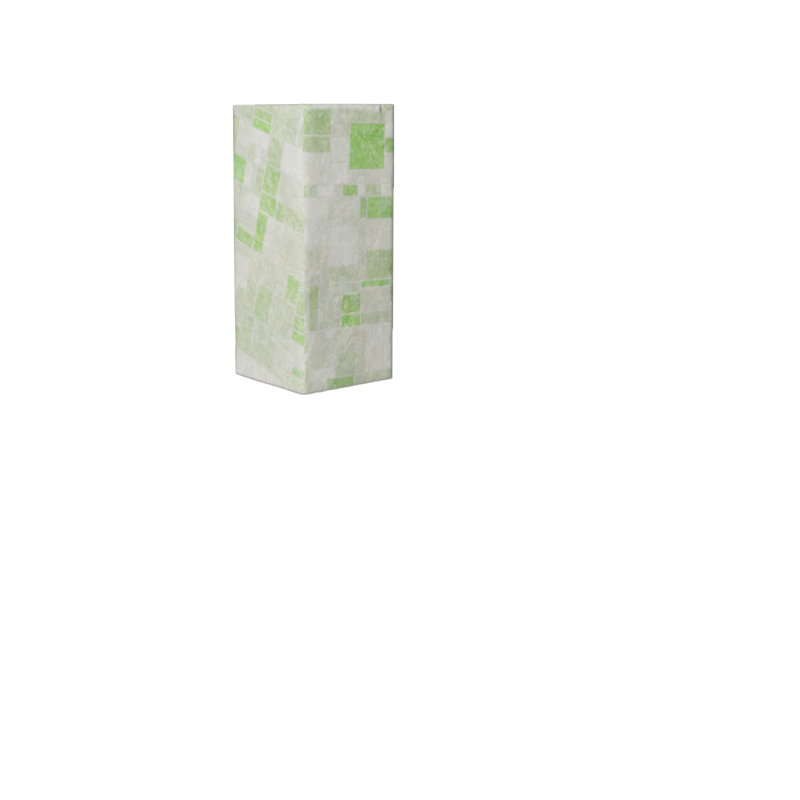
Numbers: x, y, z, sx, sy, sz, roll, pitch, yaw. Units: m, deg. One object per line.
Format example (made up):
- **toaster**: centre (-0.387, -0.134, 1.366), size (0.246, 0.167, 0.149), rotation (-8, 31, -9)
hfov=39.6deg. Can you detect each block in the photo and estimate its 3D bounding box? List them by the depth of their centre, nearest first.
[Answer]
- **block**: centre (-0.065, -0.119, 0.834), size (0.088, 0.203, 0.095), rotation (-6, 10, -39)
